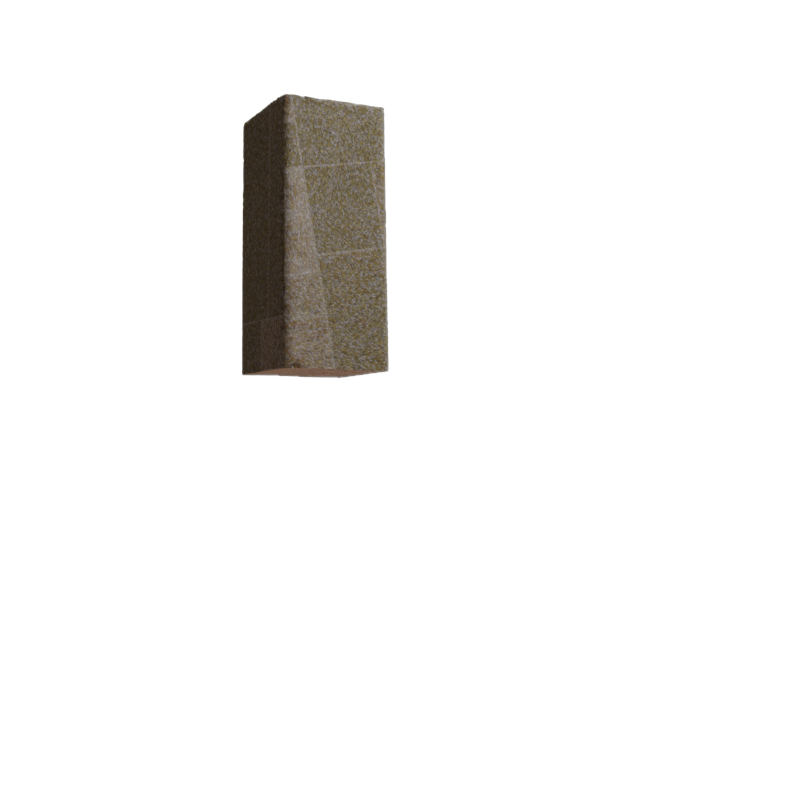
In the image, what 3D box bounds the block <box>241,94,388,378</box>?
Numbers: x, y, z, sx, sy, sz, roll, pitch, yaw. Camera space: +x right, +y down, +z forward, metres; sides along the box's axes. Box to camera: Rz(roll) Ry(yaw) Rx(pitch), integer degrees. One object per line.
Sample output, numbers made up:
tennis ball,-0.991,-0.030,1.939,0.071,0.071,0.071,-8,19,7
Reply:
block,-0.069,-0.124,0.871,0.087,0.211,0.092,4,-10,-26
